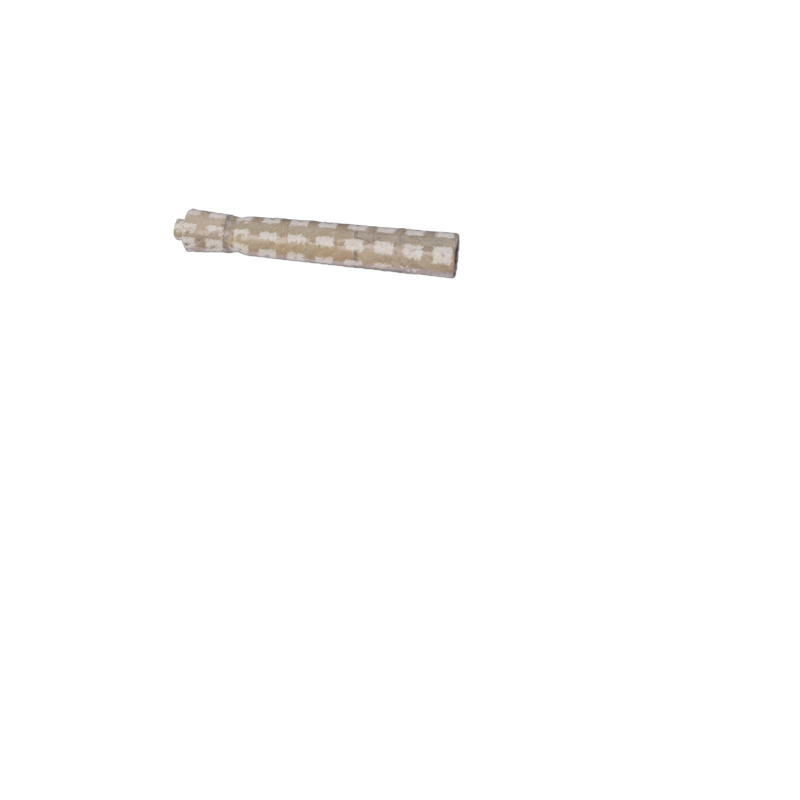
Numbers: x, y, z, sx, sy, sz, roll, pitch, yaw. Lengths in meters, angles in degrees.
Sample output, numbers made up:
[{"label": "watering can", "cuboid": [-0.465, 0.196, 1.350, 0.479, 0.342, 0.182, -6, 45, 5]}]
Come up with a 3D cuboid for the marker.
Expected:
[{"label": "marker", "cuboid": [-0.036, -0.066, 0.466, 0.123, 0.020, 0.020, 7, 5, 12]}]
